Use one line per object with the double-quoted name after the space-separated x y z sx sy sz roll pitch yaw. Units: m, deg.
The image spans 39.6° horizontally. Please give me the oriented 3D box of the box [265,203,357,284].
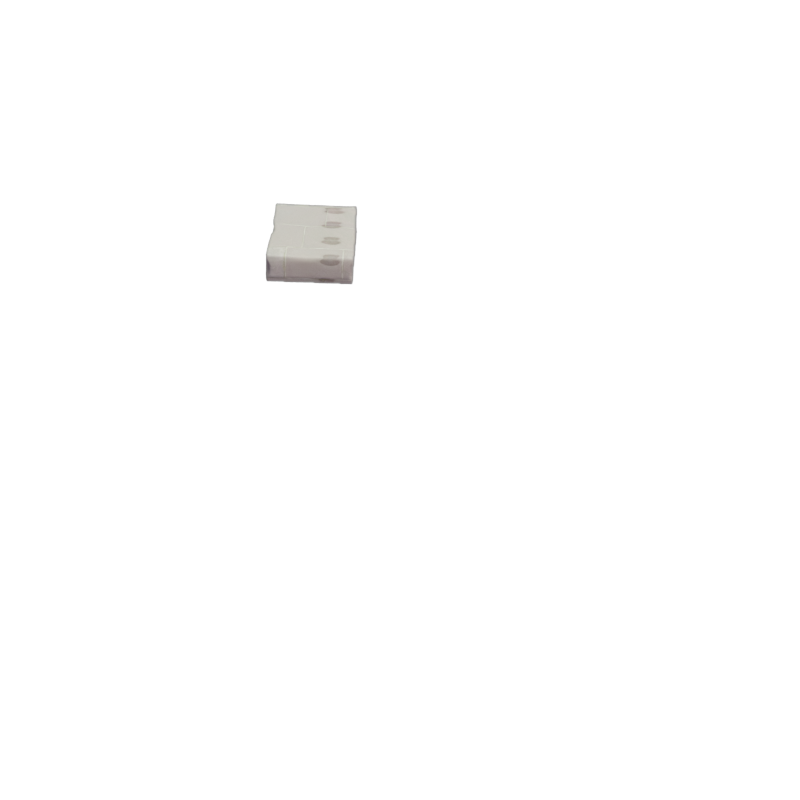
-0.075 -0.136 0.952 0.073 0.028 0.095 2 38 2 "box"
